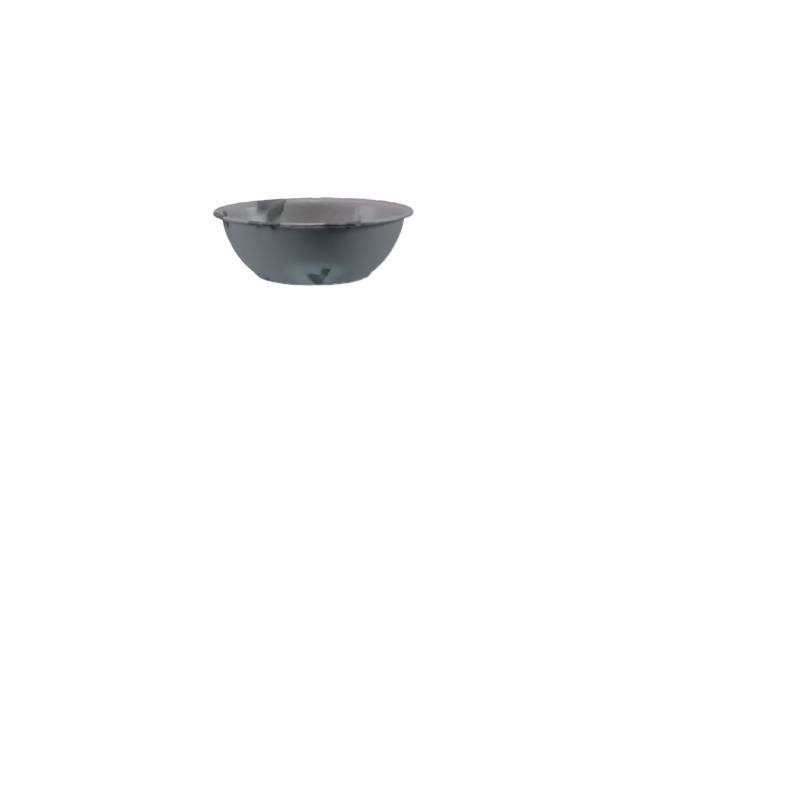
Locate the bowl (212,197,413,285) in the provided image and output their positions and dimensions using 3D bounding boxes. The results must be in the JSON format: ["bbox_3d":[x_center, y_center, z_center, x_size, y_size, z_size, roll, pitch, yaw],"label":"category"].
[{"bbox_3d":[-0.070,-0.128,0.895,0.162,0.053,0.167,-1,16,-2],"label":"bowl"}]
